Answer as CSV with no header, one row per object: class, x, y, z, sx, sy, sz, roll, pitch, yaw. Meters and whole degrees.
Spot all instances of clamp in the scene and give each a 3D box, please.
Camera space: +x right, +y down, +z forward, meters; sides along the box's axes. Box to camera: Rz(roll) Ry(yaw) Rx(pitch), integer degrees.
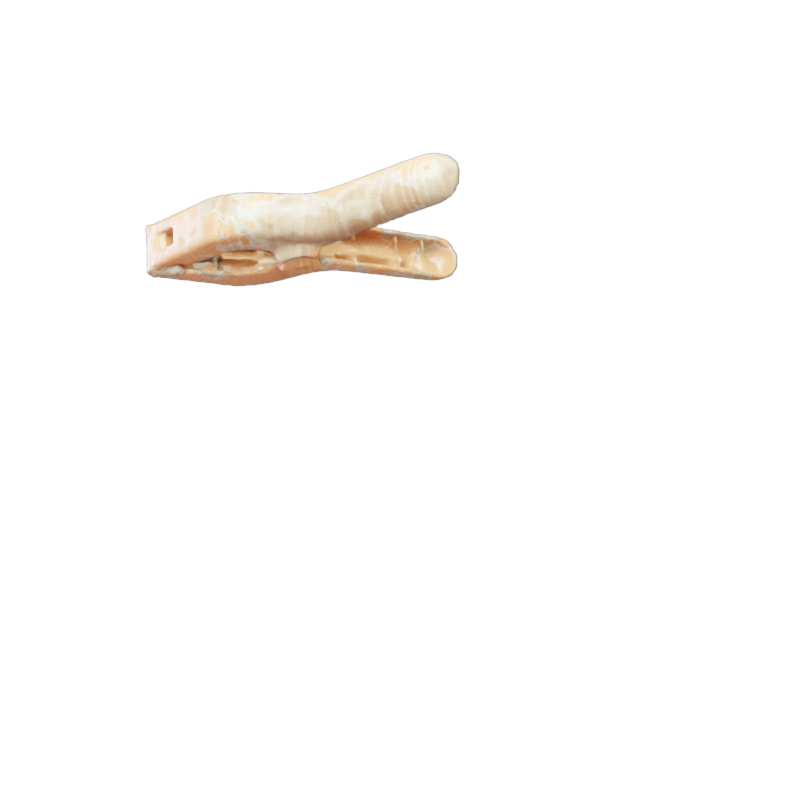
clamp,-0.046,-0.084,0.591,0.174,0.041,0.112,-5,-24,12
